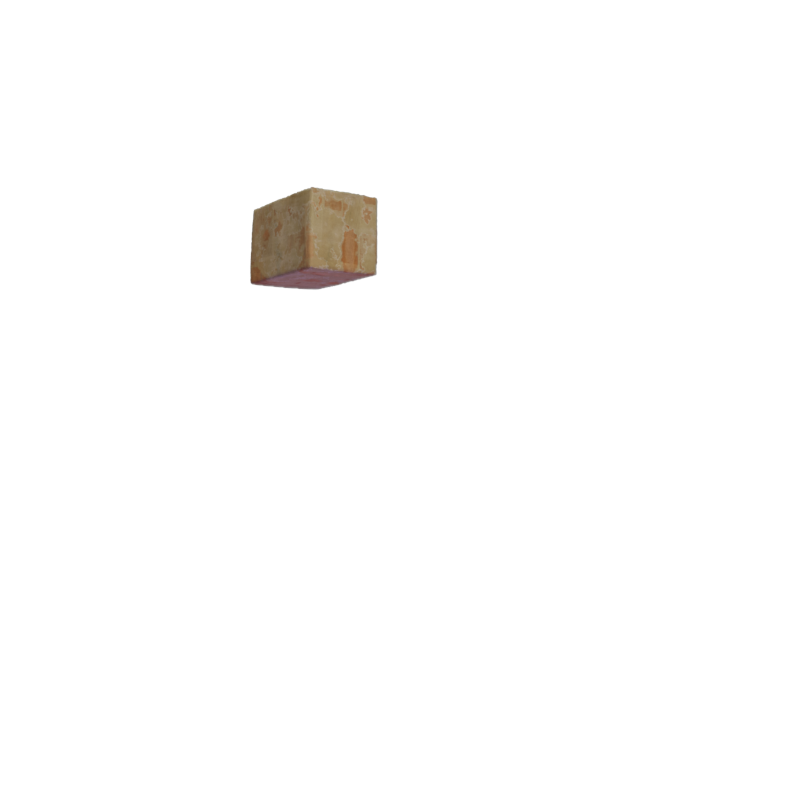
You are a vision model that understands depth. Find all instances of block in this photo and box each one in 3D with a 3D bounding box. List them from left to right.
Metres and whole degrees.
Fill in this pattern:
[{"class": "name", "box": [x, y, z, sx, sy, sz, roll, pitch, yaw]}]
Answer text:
[{"class": "block", "box": [-0.057, -0.103, 0.724, 0.050, 0.052, 0.080, 5, -8, -35]}]
